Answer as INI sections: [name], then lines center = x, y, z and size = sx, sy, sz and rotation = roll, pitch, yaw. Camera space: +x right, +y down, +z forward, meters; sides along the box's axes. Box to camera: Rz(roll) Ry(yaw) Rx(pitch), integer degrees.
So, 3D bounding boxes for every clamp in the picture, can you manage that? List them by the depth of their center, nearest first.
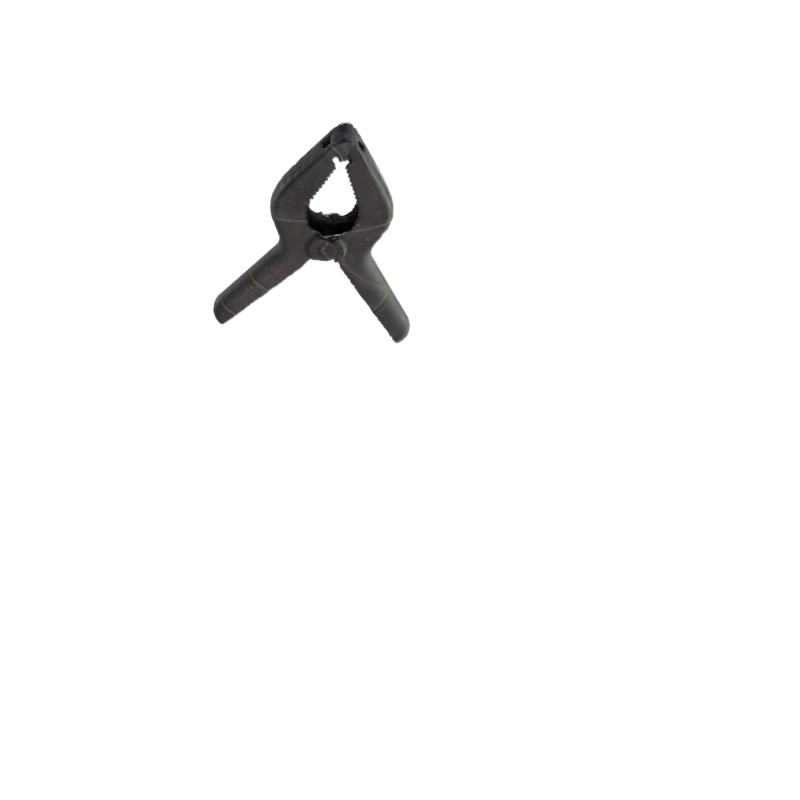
[clamp]
center = -0.068, -0.125, 0.874
size = 0.164, 0.196, 0.039
rotation = 2, 44, -2
